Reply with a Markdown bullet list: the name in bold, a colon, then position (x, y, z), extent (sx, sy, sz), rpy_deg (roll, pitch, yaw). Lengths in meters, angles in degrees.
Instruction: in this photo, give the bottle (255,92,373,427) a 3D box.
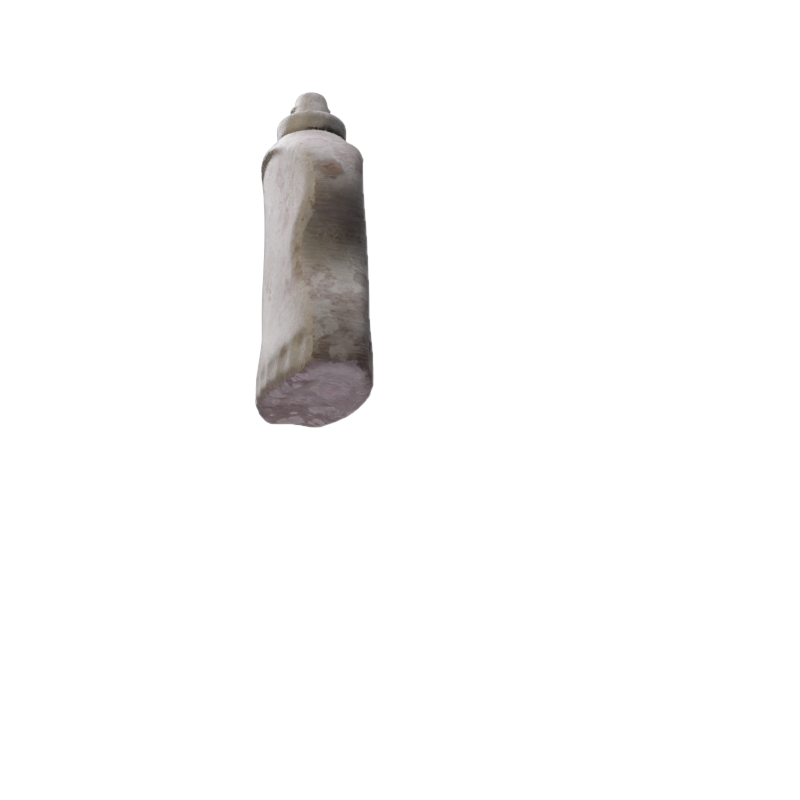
- **bottle**: position (-0.049, -0.089, 0.623), extent (0.057, 0.203, 0.093), rpy_deg (6, -26, -16)
